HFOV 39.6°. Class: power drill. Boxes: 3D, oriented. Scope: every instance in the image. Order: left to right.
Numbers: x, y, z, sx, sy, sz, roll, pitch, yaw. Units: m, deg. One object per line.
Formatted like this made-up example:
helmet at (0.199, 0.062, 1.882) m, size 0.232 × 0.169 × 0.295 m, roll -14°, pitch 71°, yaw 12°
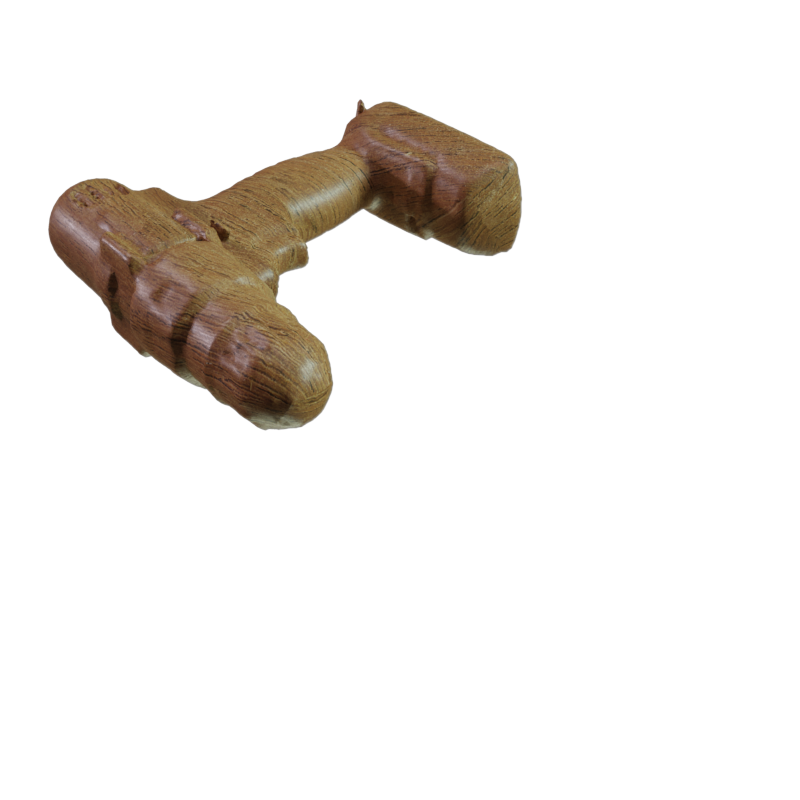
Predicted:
power drill at (-0.038, -0.069, 0.487) m, size 0.186 × 0.054 × 0.198 m, roll -24°, pitch 42°, yaw -30°
